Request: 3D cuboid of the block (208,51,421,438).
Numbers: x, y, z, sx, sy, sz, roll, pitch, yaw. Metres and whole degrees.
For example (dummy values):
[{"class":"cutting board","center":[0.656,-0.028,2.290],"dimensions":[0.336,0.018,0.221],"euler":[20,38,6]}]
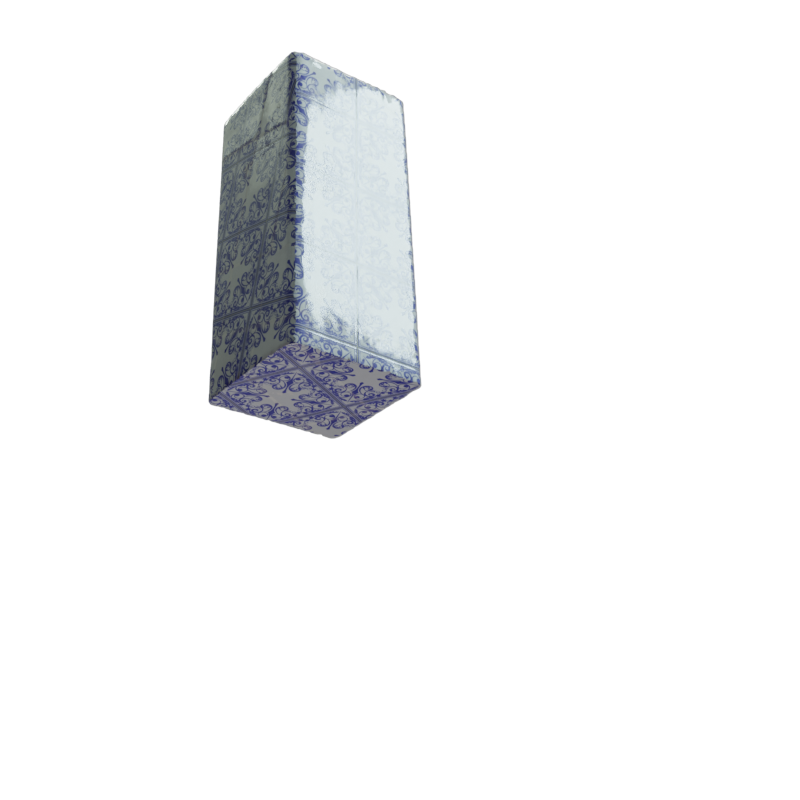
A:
[{"class":"block","center":[-0.053,-0.097,0.676],"dimensions":[0.086,0.220,0.089],"euler":[19,-38,-31]}]
